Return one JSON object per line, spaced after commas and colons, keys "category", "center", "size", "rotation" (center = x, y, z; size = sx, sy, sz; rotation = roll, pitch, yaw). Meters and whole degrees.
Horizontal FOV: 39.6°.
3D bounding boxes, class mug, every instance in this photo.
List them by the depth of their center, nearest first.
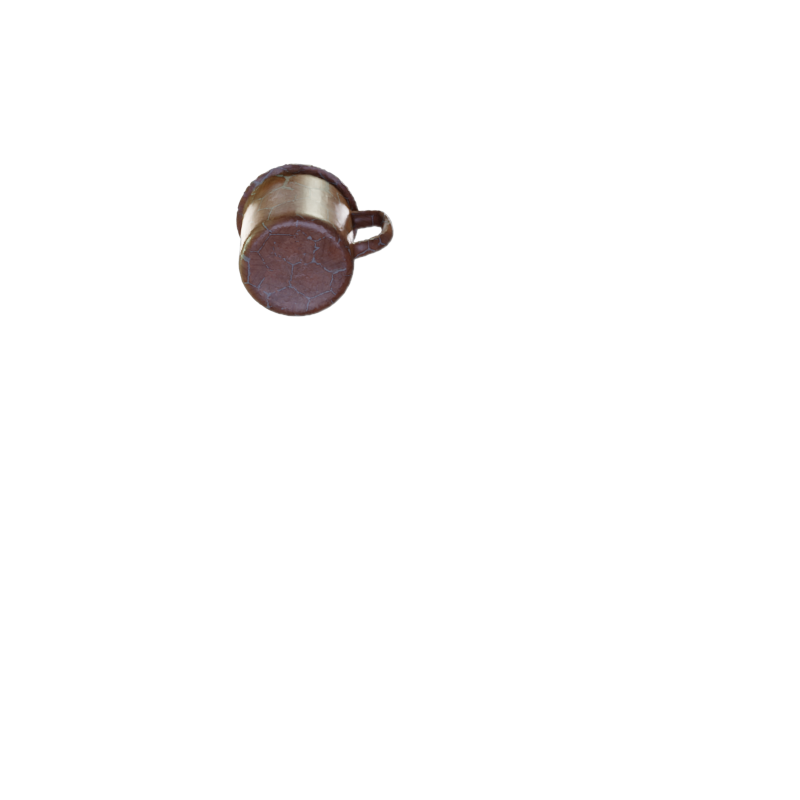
{"category": "mug", "center": [-0.063, -0.115, 0.804], "size": [0.117, 0.088, 0.087], "rotation": [-6, 30, 2]}
